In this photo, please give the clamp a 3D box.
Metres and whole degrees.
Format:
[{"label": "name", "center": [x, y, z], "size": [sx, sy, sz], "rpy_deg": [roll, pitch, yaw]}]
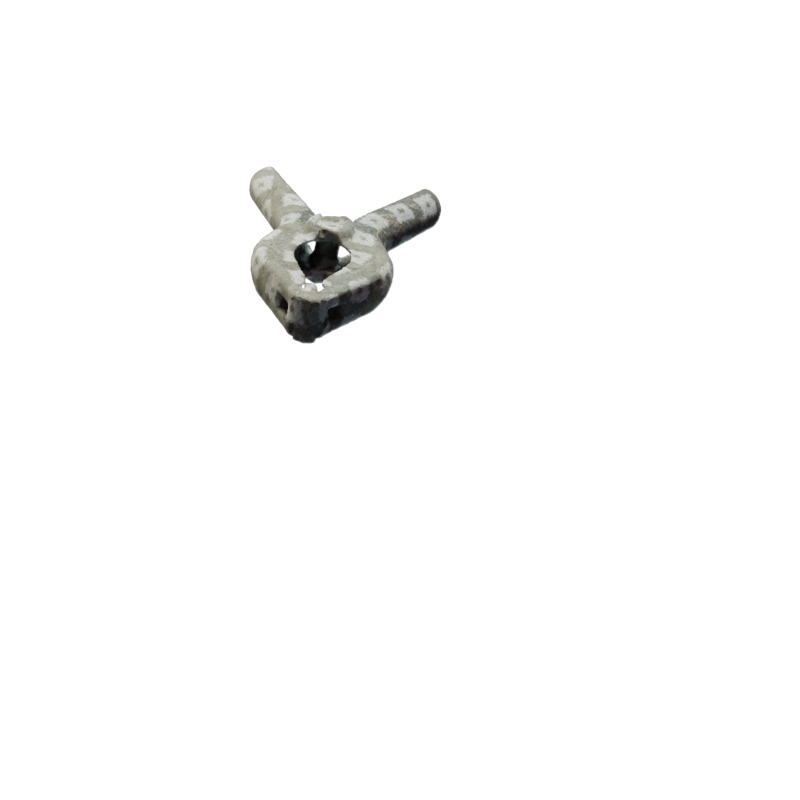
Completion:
[{"label": "clamp", "center": [-0.050, -0.092, 0.642], "size": [0.123, 0.037, 0.177], "rpy_deg": [8, 31, 13]}]
